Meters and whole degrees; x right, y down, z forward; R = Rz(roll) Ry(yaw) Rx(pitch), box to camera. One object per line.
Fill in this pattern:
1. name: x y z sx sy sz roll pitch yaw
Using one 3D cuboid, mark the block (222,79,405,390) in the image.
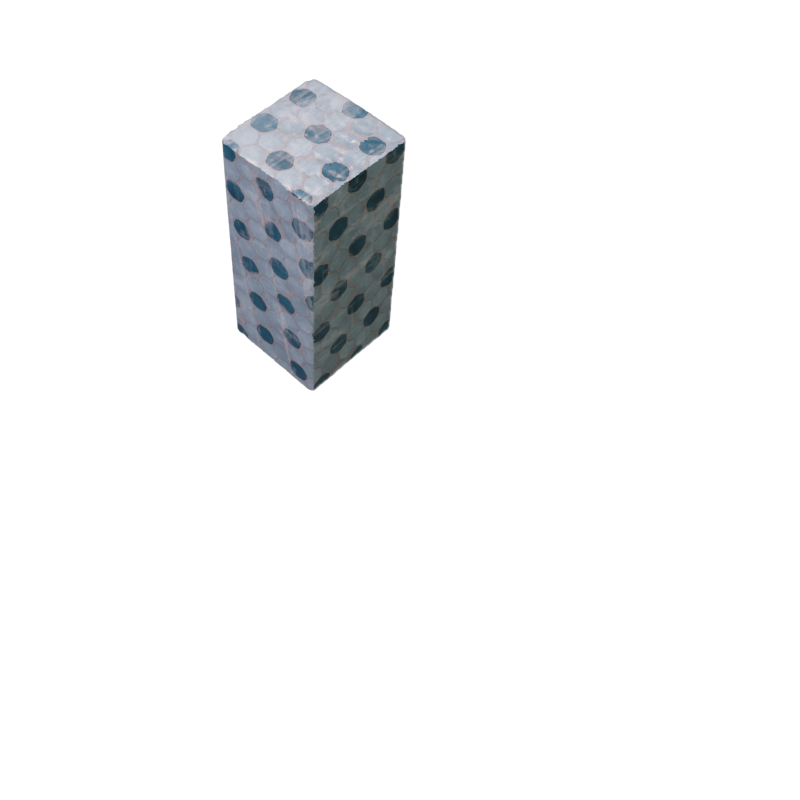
1. block: -0.063 -0.115 0.804 0.095 0.192 0.092 38 60 22
